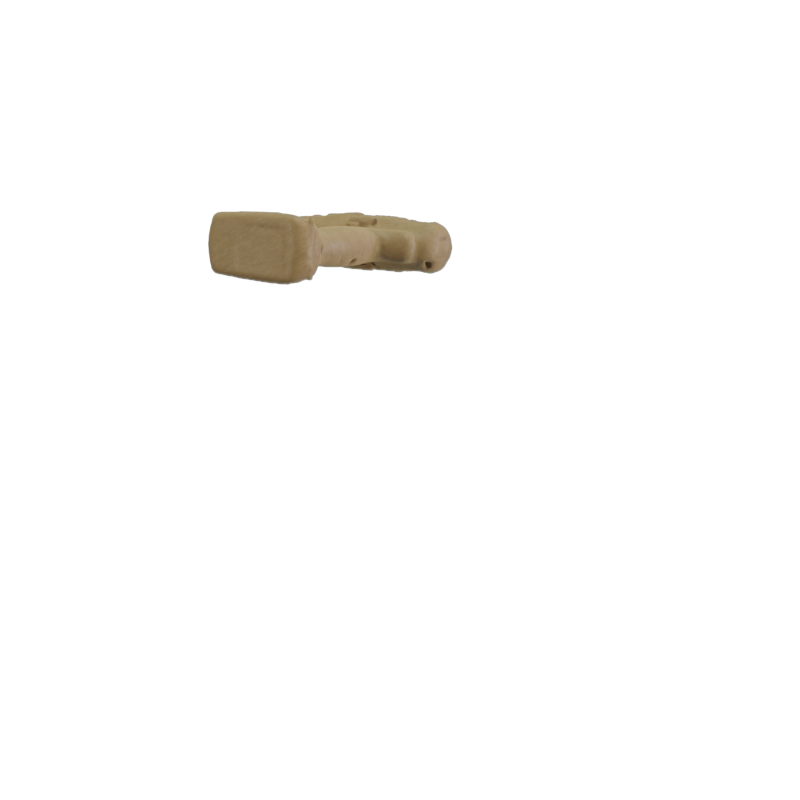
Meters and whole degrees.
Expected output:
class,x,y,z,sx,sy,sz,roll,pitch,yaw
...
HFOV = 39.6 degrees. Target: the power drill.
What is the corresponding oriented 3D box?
class,x,y,z,sx,sy,sz,roll,pitch,yaw
power drill,-0.076,-0.138,0.969,0.193,0.056,0.182,9,14,38
